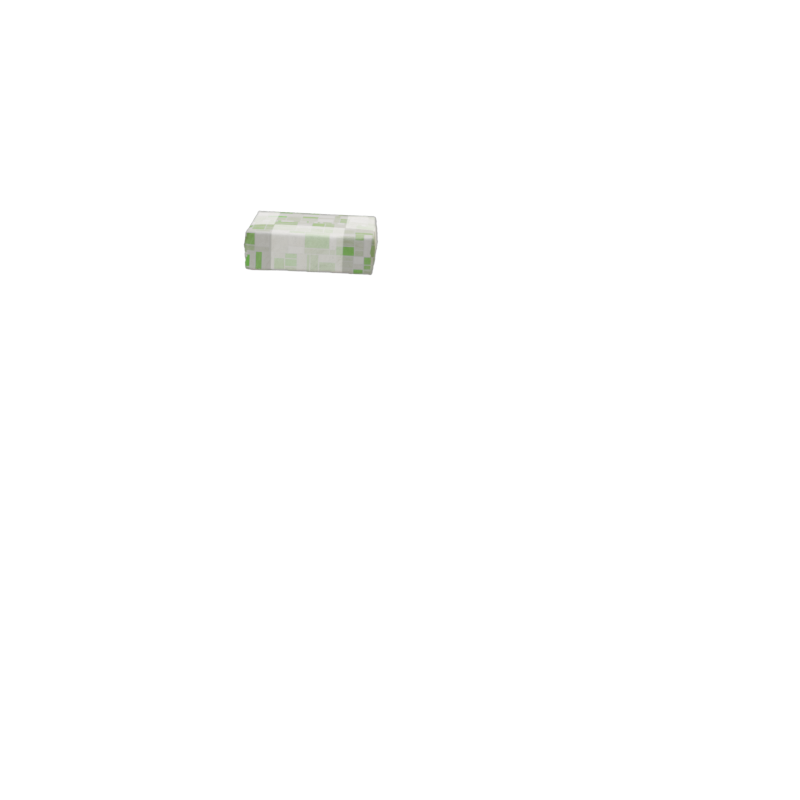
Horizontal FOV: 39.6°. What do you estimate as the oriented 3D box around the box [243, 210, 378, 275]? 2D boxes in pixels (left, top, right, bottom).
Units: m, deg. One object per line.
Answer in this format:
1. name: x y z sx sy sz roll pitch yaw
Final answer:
1. box: -0.077 -0.140 0.984 0.114 0.037 0.093 1 19 2
